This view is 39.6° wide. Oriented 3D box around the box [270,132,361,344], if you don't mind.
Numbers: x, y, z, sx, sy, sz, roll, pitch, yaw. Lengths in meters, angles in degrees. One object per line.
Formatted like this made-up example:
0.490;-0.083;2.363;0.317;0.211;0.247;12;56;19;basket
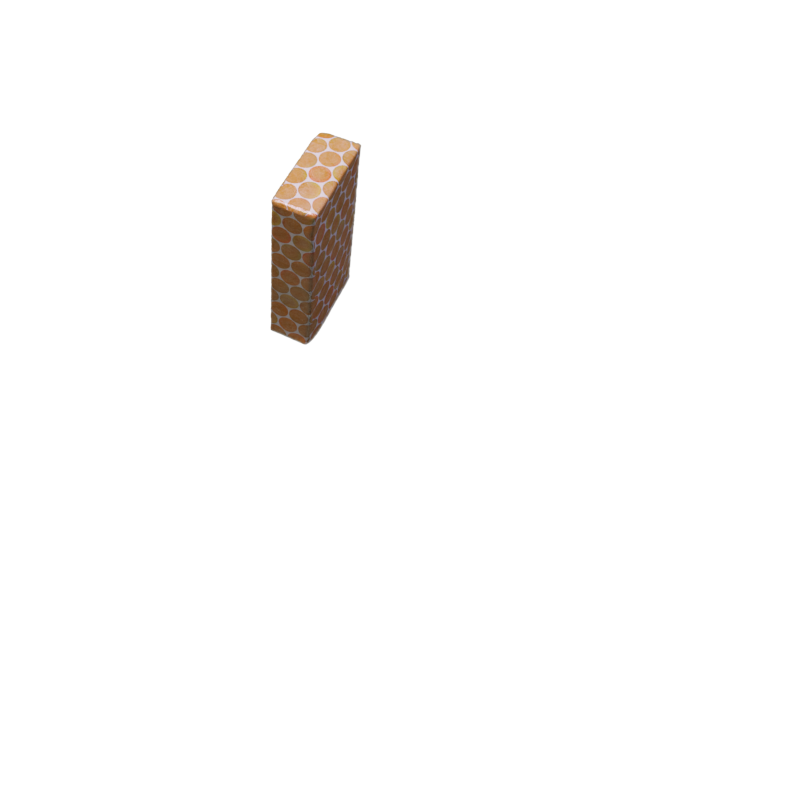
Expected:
-0.075;-0.136;0.952;0.049;0.097;0.164;20;-36;11;box
